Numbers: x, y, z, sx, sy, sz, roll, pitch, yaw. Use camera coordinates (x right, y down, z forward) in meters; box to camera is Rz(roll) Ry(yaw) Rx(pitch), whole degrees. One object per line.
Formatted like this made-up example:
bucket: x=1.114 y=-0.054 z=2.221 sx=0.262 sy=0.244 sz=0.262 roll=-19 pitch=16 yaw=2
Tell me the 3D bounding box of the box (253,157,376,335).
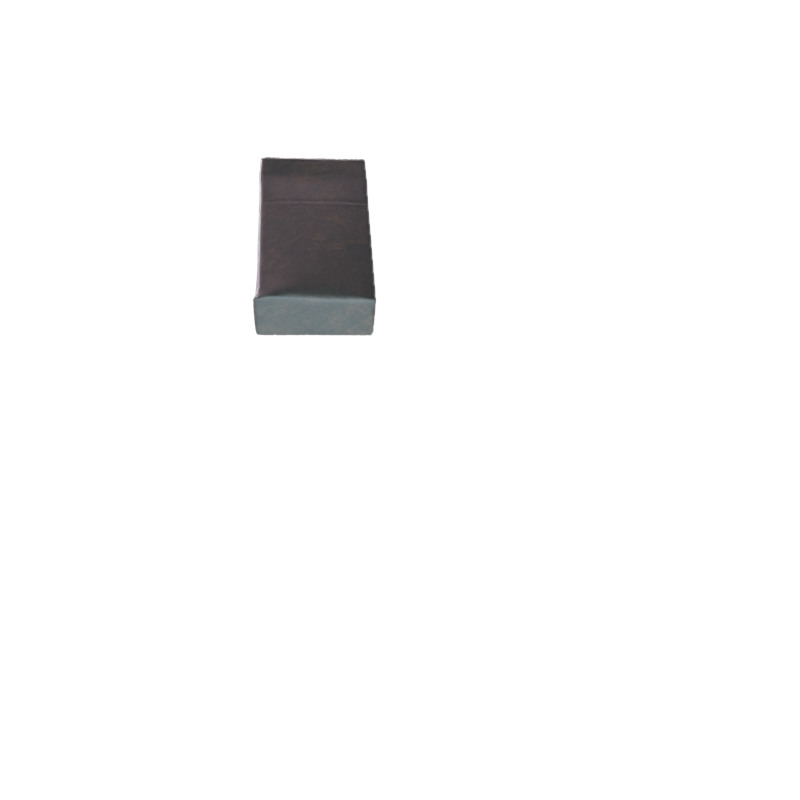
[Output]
box: x=-0.070 y=-0.129 z=0.903 sx=0.093 sy=0.045 sz=0.189 roll=0 pitch=43 yaw=-3
